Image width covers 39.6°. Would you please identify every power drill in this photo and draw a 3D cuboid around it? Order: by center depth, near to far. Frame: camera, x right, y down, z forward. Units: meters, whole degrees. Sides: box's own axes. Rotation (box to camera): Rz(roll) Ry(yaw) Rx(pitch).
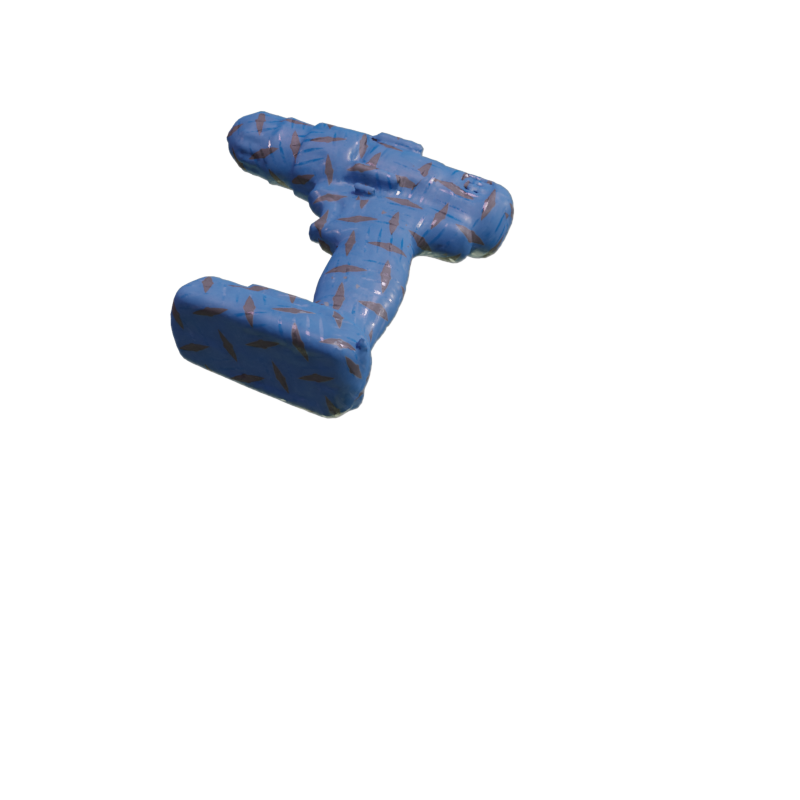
[{"bbox_3d":[-0.049,-0.089,0.622,0.191,0.053,0.194,19,49,17],"label":"power drill"}]
